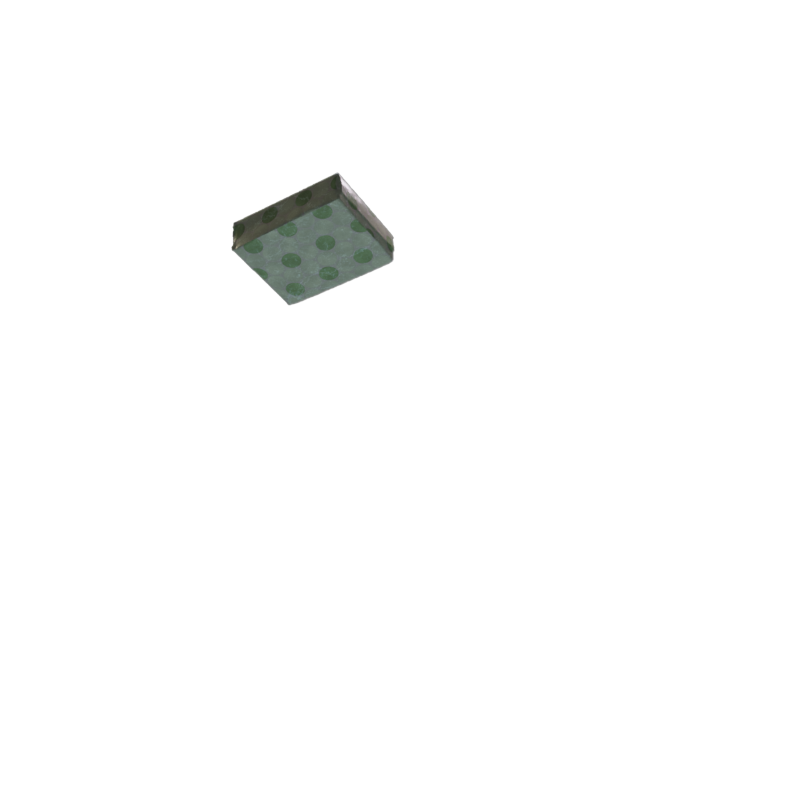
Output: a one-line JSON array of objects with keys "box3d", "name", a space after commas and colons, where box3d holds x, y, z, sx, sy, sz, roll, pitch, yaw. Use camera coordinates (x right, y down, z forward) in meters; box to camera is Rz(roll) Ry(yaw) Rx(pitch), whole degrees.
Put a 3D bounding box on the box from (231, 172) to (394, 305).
[{"box3d": [-0.075, -0.136, 0.956, 0.114, 0.042, 0.083, -23, -47, 23], "name": "box"}]
